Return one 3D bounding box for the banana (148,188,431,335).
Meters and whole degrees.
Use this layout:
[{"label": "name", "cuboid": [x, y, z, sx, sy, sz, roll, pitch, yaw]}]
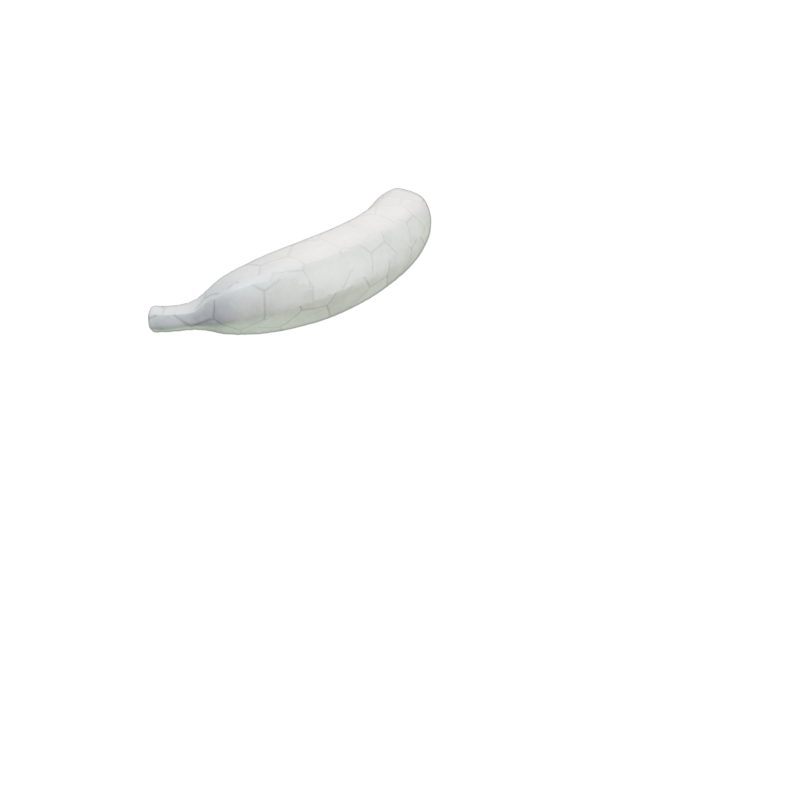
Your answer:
[{"label": "banana", "cuboid": [-0.031, -0.072, 0.543, 0.073, 0.035, 0.197, 18, 32, 32]}]
